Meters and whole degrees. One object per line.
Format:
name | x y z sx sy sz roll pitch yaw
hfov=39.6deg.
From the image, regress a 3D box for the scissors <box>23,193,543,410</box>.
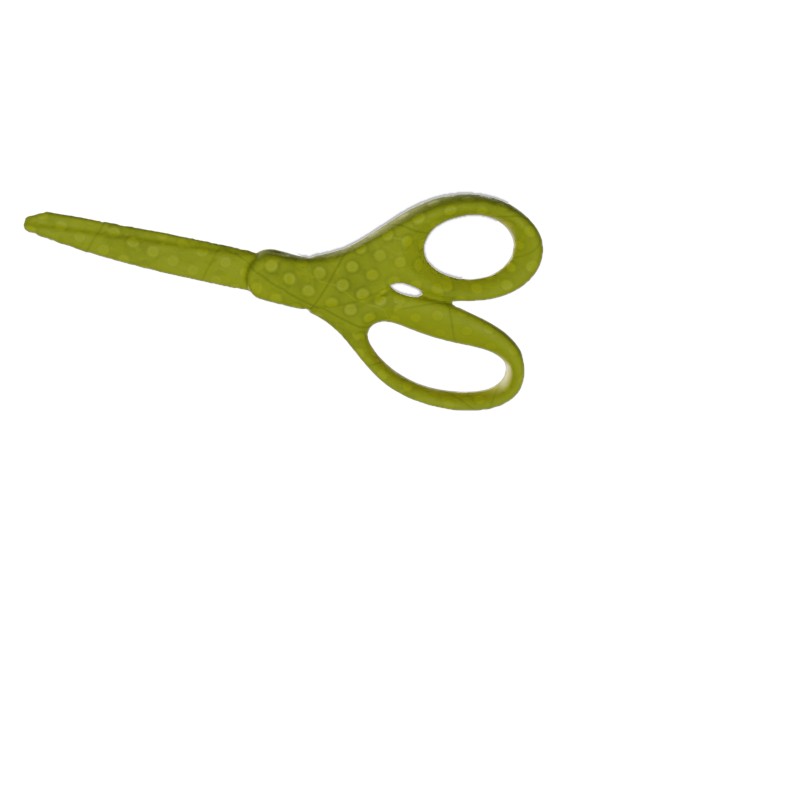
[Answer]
scissors | -0.033 -0.061 0.425 0.198 0.094 0.016 27 17 -9
